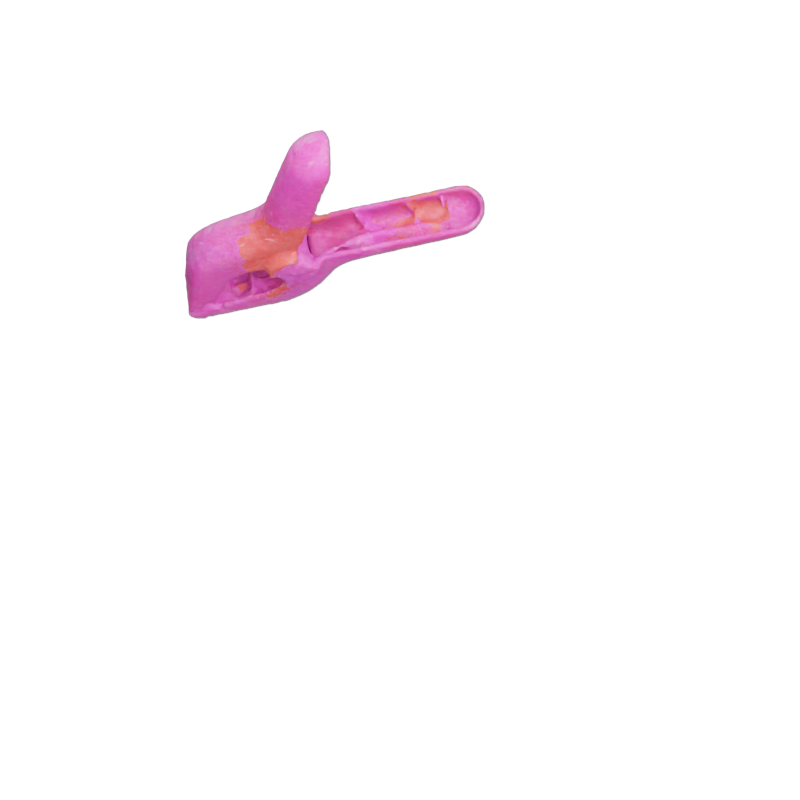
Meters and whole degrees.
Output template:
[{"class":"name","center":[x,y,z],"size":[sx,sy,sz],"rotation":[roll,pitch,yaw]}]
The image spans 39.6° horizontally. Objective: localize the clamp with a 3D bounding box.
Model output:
[{"class":"clamp","center":[-0.044,-0.081,0.568],"size":[0.114,0.041,0.172],"rotation":[14,-24,-35]}]
